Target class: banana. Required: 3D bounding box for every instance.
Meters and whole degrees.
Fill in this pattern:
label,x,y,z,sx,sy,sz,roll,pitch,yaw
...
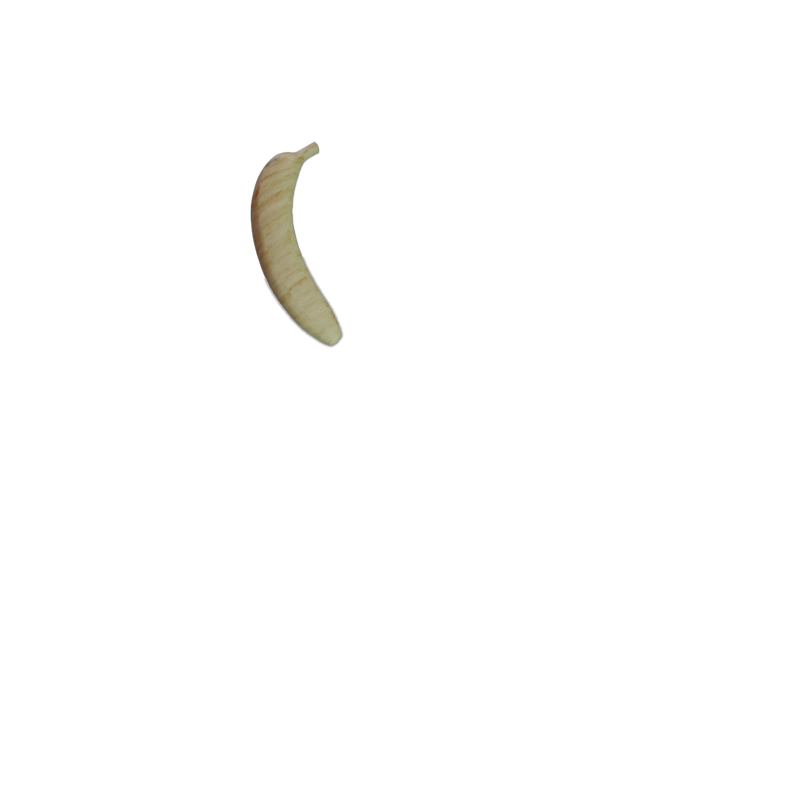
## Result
label,x,y,z,sx,sy,sz,roll,pitch,yaw
banana,-0.095,-0.141,0.977,0.069,0.208,0.035,-6,-20,-3
